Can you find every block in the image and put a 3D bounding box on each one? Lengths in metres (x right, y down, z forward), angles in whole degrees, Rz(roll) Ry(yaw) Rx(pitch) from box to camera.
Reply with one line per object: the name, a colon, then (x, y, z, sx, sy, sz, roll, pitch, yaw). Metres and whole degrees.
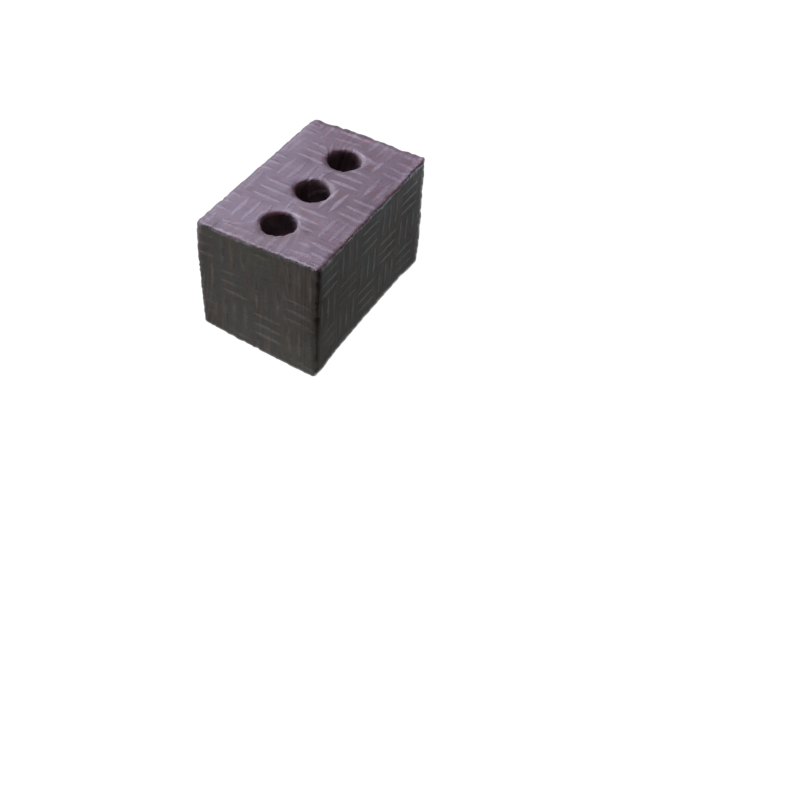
block: (-0.033, -0.060, 0.418, 0.055, 0.048, 0.080, 23, 49, 20)
